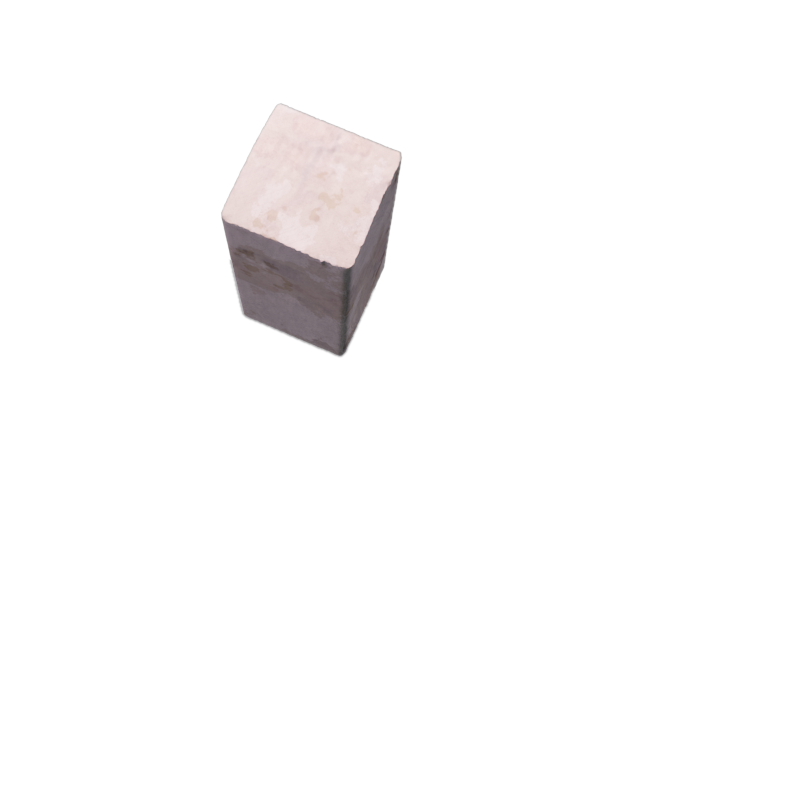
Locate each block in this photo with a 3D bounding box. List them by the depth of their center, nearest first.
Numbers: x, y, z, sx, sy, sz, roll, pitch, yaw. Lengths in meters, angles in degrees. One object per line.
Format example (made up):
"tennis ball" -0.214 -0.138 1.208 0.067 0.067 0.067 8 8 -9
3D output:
"block" -0.062 -0.112 0.786 0.092 0.093 0.198 23 -15 2
